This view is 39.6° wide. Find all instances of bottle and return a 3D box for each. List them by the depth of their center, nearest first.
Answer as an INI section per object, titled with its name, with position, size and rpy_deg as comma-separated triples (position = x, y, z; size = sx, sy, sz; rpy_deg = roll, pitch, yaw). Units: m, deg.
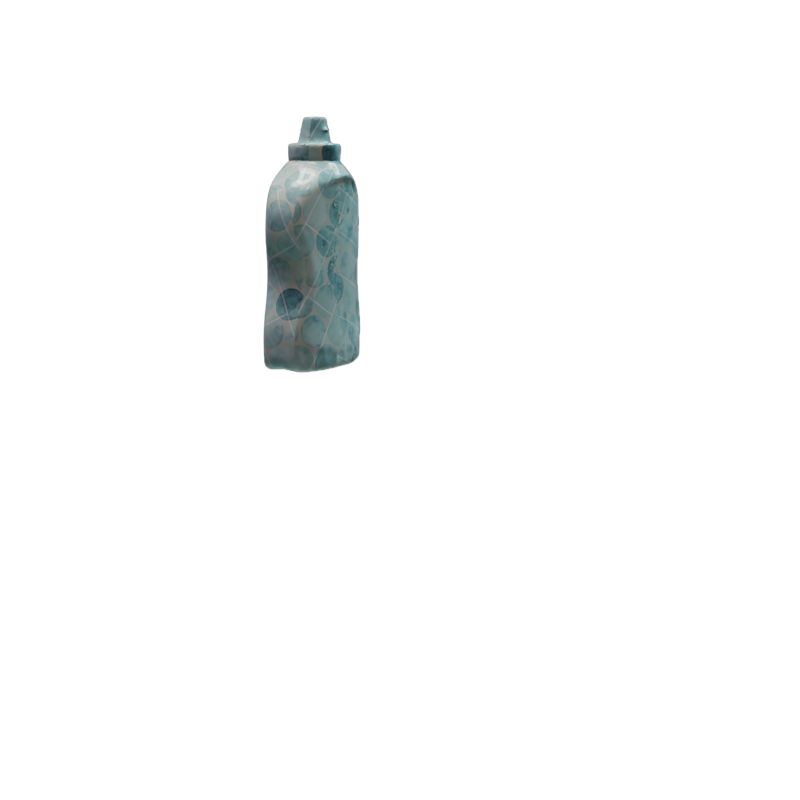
[bottle]
position = -0.067, -0.122, 0.857
size = 0.061, 0.190, 0.093
rpy_deg = 3, 5, 32
